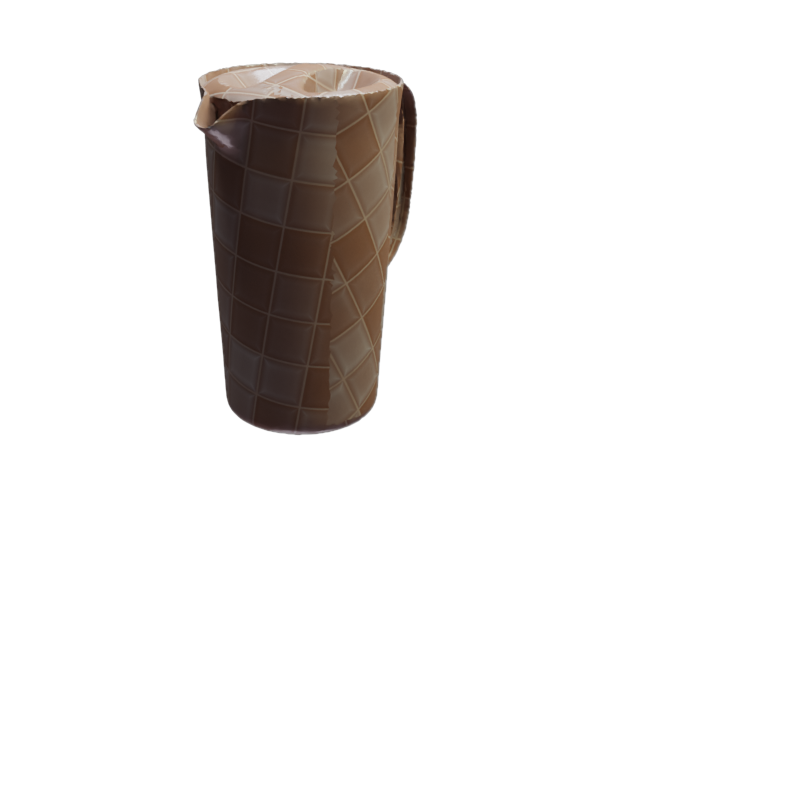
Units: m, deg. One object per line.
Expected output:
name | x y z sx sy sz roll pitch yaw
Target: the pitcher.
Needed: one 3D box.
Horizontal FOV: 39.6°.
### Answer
pitcher | -0.060 -0.109 0.763 0.149 0.232 0.152 0 21 -2
